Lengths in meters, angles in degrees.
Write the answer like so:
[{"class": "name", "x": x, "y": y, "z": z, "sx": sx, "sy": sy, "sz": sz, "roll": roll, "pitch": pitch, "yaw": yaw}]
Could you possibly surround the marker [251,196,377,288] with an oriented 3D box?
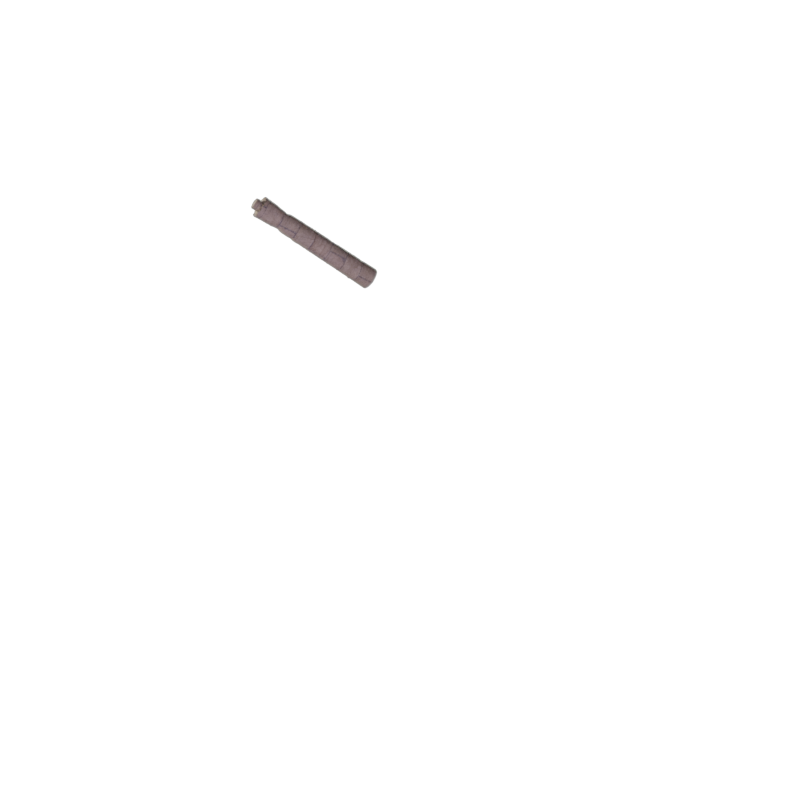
[{"class": "marker", "x": -0.072, "y": -0.132, "z": 0.921, "sx": 0.116, "sy": 0.020, "sz": 0.020, "roll": 32, "pitch": -8, "yaw": -17}]
